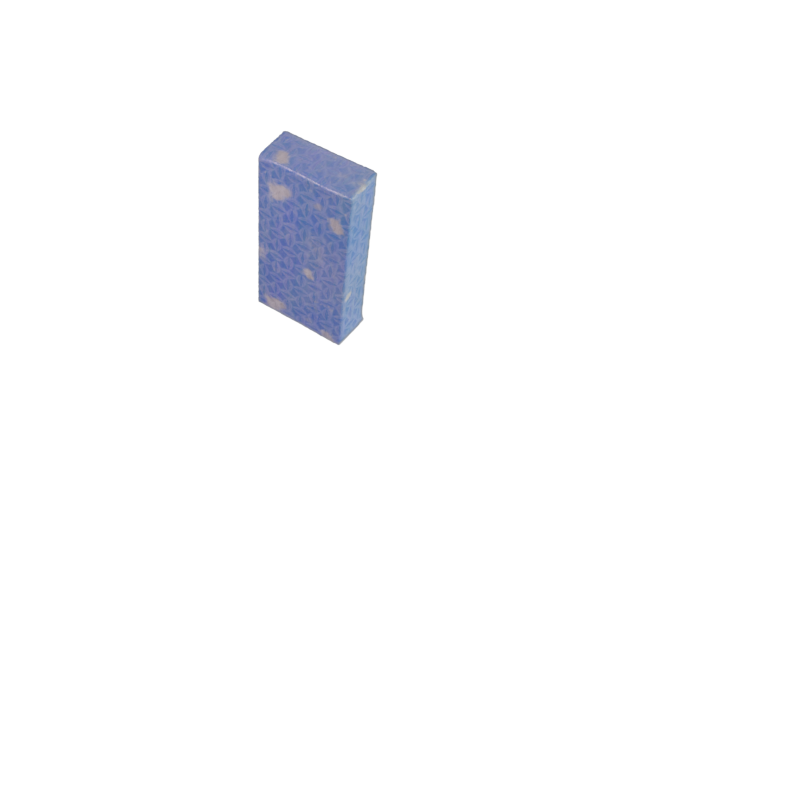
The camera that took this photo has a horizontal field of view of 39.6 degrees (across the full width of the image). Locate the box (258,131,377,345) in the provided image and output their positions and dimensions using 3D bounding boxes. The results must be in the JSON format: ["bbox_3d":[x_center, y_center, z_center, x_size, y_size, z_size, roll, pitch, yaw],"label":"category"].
[{"bbox_3d":[-0.074,-0.134,0.937,0.098,0.164,0.049,29,55,19],"label":"box"}]
